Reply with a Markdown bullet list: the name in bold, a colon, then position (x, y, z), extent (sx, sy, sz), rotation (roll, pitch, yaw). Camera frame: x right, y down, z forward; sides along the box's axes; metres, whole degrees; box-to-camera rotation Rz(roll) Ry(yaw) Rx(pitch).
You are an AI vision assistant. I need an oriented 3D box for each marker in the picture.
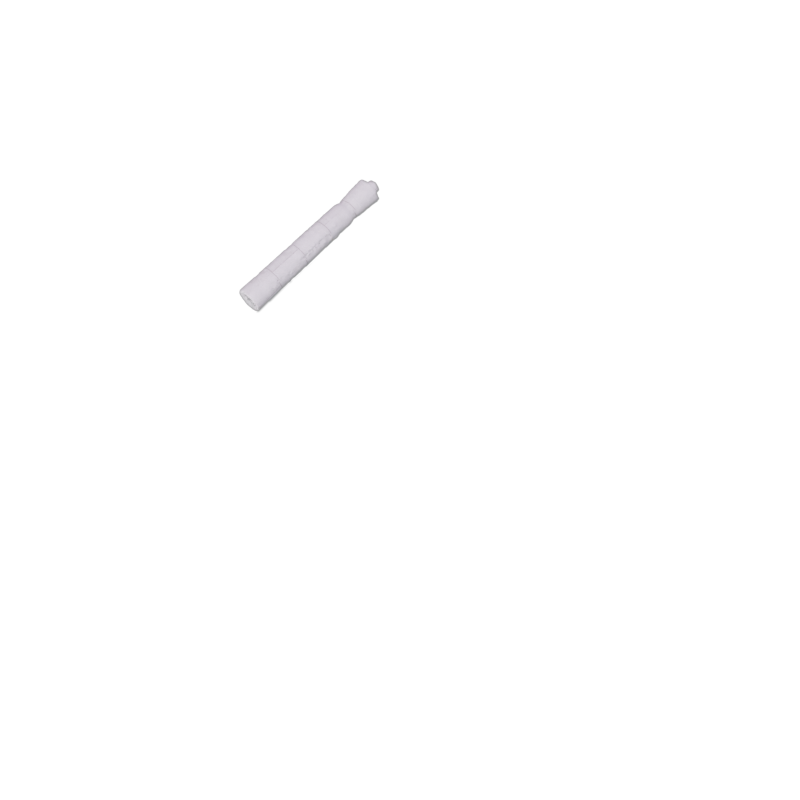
- **marker**: position (-0.058, -0.106, 0.740), extent (0.122, 0.019, 0.020), rotation (-45, 21, -18)
